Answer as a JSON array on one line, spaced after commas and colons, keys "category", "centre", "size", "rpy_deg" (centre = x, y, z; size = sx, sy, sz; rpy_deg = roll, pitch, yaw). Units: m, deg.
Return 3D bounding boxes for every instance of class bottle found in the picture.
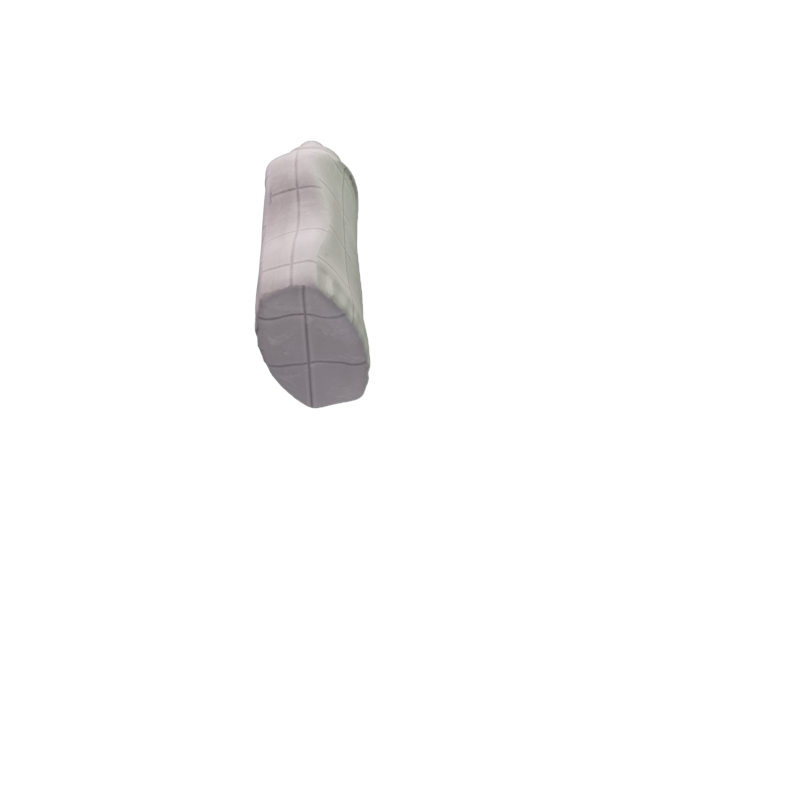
[{"category": "bottle", "centre": [-0.053, -0.096, 0.672], "size": [0.059, 0.206, 0.089], "rpy_deg": [-15, -47, 10]}]
